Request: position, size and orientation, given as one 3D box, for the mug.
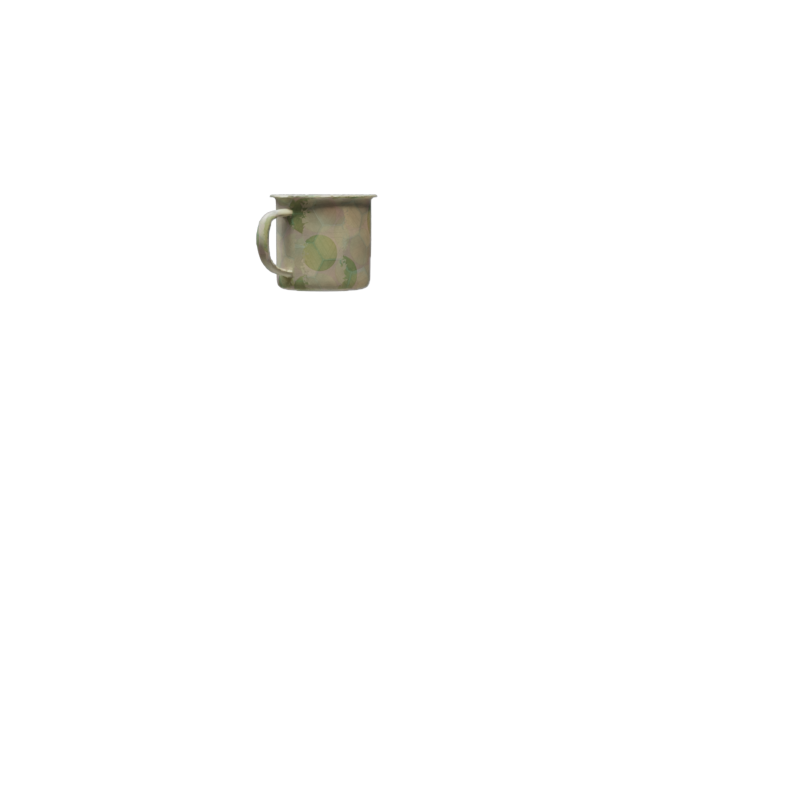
[{"bbox_3d":[-0.074,-0.136,0.951,0.097,0.081,0.113,7,11,44],"label":"mug"}]
